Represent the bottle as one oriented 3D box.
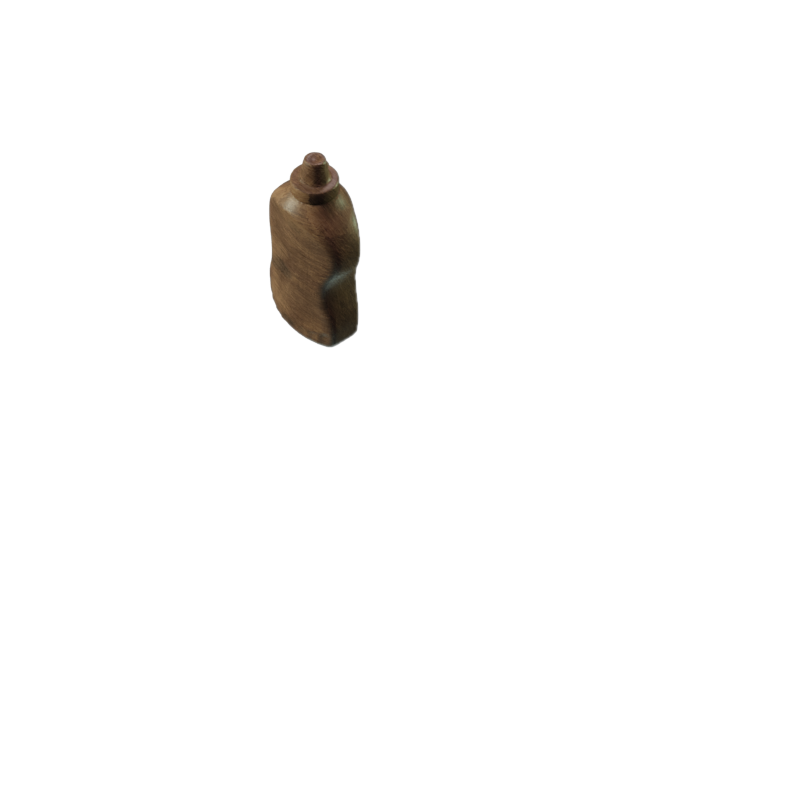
[{"bbox_3d":[-0.075,-0.137,0.961,0.058,0.179,0.103,-29,57,-25],"label":"bottle"}]
